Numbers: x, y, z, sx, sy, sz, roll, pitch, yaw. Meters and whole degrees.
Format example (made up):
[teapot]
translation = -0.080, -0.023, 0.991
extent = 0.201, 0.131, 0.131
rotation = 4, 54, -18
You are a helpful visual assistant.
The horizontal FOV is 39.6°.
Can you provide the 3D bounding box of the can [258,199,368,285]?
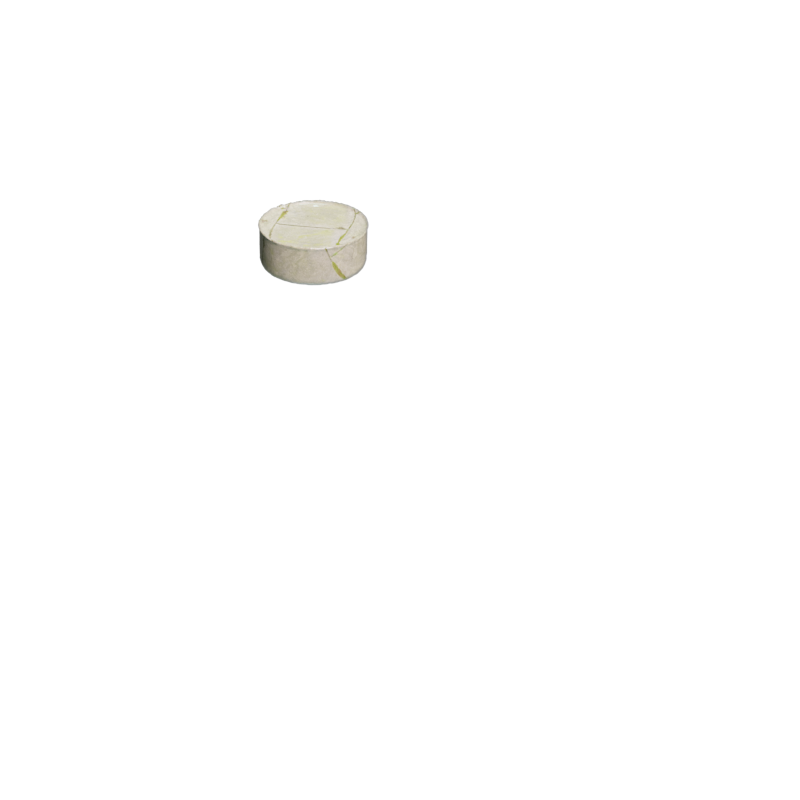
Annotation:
[can]
translation = -0.068, -0.124, 0.868
extent = 0.086, 0.032, 0.091
rotation = -1, 33, -2
